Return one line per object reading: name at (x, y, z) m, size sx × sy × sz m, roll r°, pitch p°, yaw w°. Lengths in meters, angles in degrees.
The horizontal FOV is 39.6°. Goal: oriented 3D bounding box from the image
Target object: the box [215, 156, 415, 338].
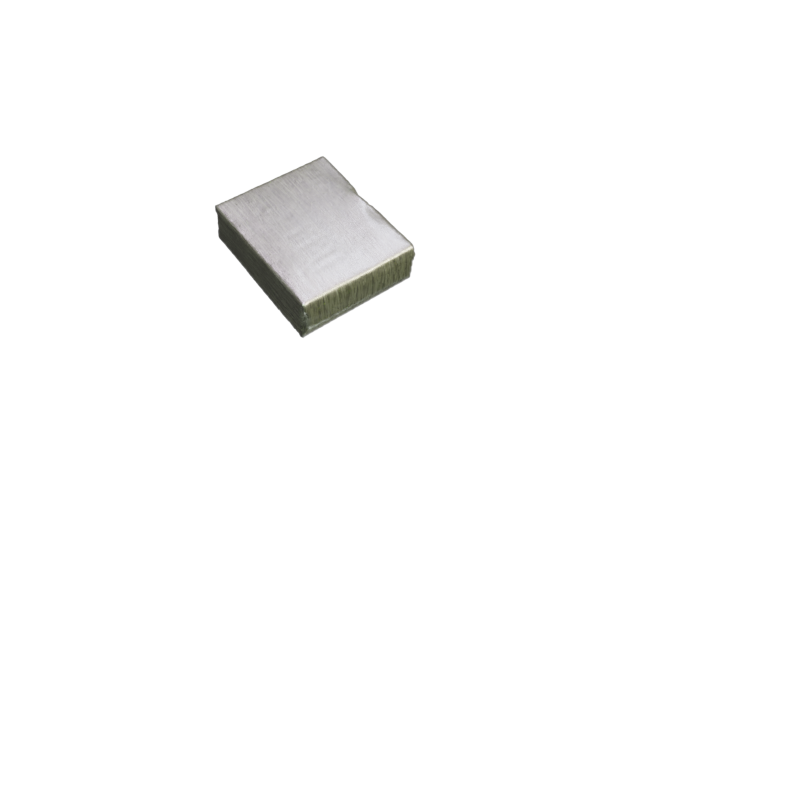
box at (-0.047, -0.086, 0.606) m, size 0.073 × 0.096 × 0.028 m, roll -29°, pitch -33°, yaw -21°
